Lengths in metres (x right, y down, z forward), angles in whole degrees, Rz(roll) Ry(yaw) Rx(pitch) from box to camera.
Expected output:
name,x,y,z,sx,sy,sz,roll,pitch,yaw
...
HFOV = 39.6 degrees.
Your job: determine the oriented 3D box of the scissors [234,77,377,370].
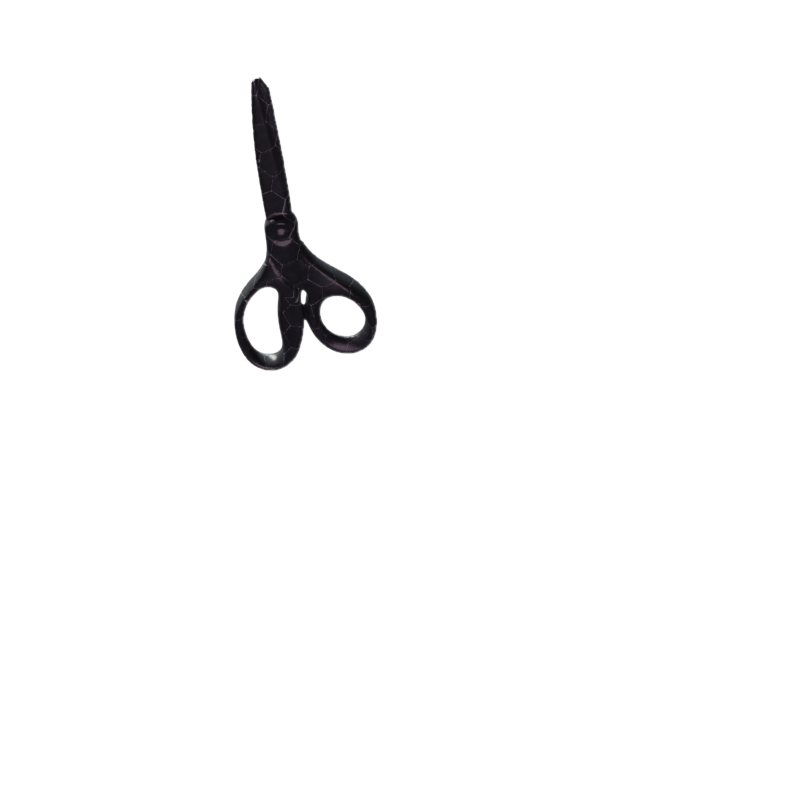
name,x,y,z,sx,sy,sz,roll,pitch,yaw
scissors,-0.050,-0.091,0.640,0.095,0.190,0.017,9,40,-8
